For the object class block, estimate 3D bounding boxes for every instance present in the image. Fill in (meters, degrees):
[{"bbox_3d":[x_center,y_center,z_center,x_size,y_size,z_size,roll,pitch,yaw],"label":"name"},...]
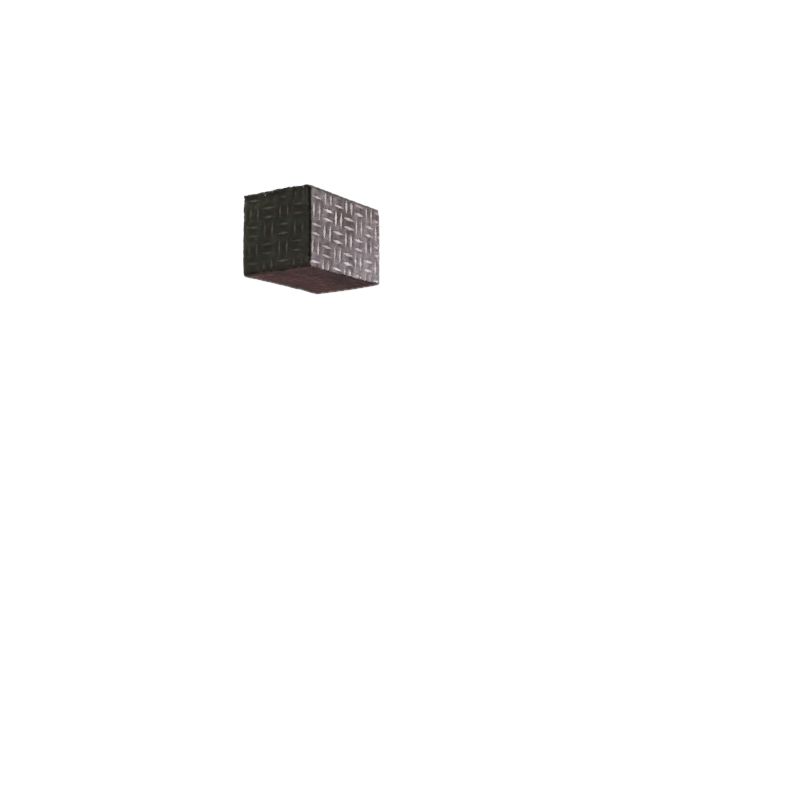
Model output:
[{"bbox_3d":[-0.054,-0.099,0.693,0.054,0.053,0.074,-6,-9,32],"label":"block"}]
